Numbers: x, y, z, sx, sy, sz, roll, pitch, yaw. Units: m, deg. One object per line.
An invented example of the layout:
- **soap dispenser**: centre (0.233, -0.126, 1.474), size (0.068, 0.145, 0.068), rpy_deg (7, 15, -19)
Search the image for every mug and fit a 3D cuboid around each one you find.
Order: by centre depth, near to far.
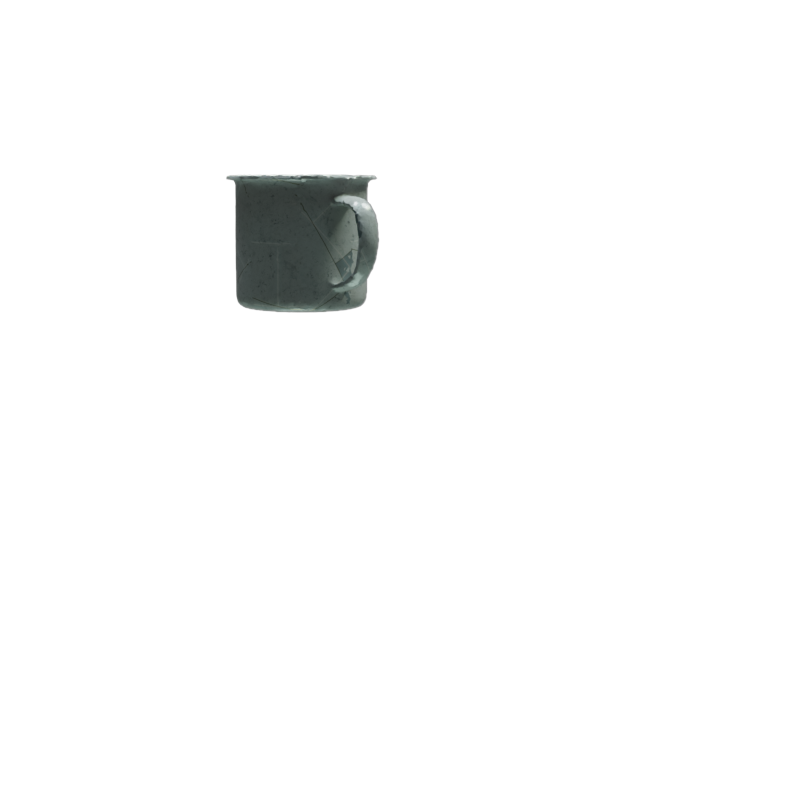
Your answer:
- **mug**: centre (-0.053, -0.097, 0.678), size (0.090, 0.081, 0.123), rpy_deg (-6, 10, -40)
